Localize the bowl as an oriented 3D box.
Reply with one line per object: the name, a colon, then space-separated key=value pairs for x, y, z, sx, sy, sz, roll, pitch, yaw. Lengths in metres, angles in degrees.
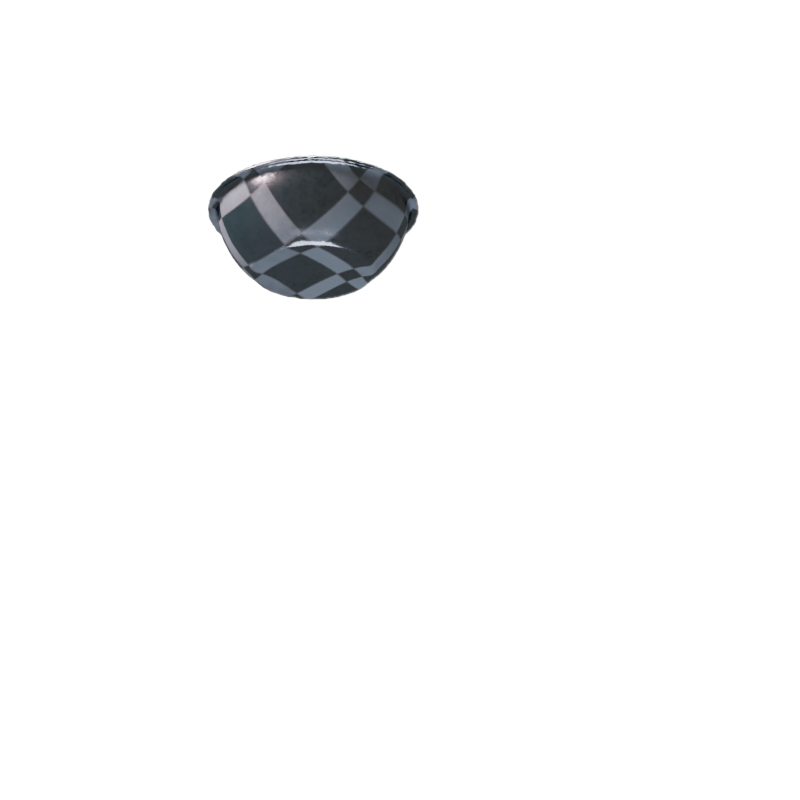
bowl: x=-0.066 y=-0.120 z=0.841 sx=0.162 sy=0.058 sz=0.153 roll=1 pitch=-23 yaw=-2
